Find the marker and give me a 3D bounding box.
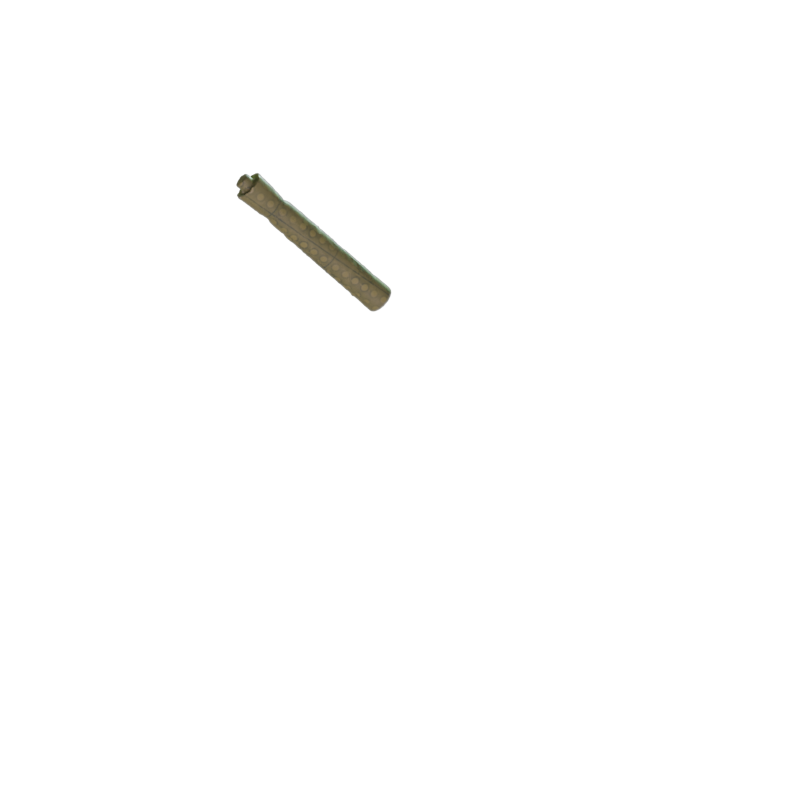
[{"bbox_3d":[-0.052,-0.096,0.670,0.114,0.020,0.020,39,-16,-24],"label":"marker"}]
